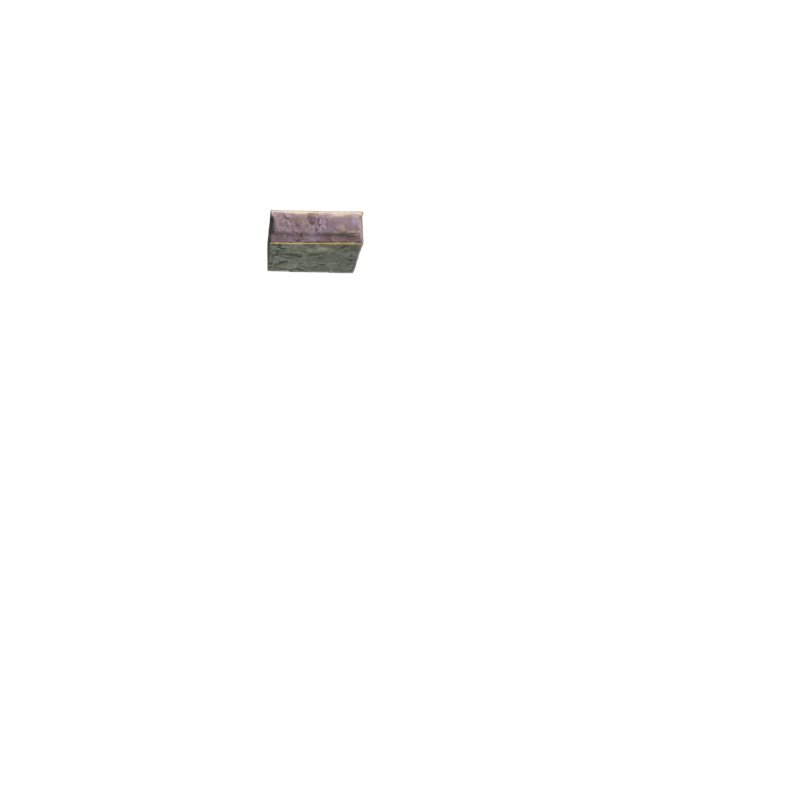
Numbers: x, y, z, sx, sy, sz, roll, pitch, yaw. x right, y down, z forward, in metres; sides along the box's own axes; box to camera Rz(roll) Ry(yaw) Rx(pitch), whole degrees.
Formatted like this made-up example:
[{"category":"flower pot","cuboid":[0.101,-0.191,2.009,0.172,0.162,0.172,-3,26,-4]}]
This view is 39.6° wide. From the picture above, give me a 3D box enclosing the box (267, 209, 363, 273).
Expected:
[{"category":"box","cuboid":[-0.069,-0.127,0.888,0.073,0.031,0.087,1,-10,-6]}]
